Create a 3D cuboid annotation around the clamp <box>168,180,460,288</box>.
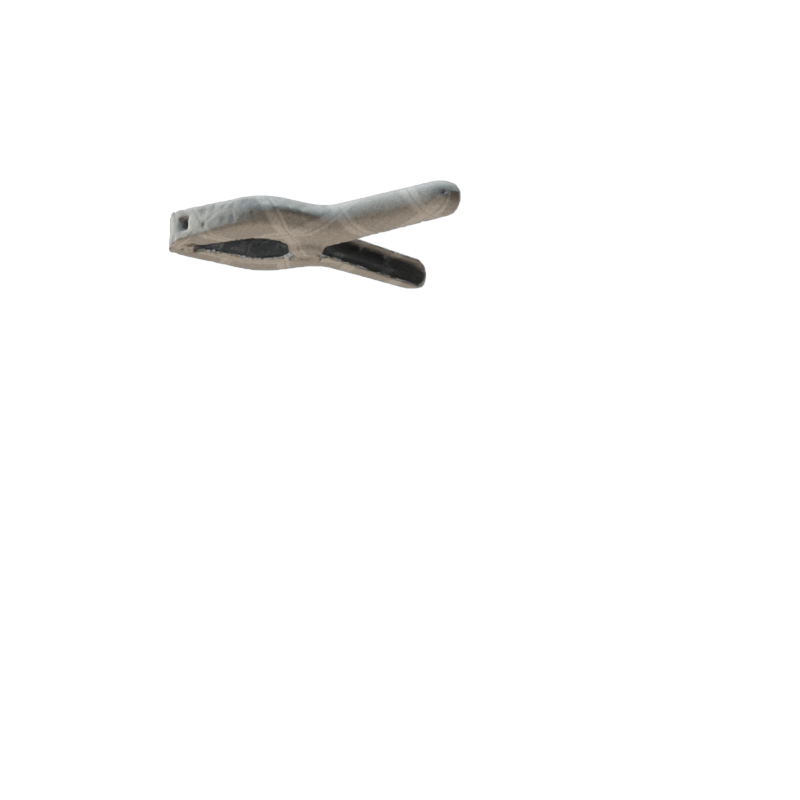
[{"bbox_3d":[-0.065,-0.119,0.830,0.210,0.038,0.157,-1,-17,2],"label":"clamp"}]
